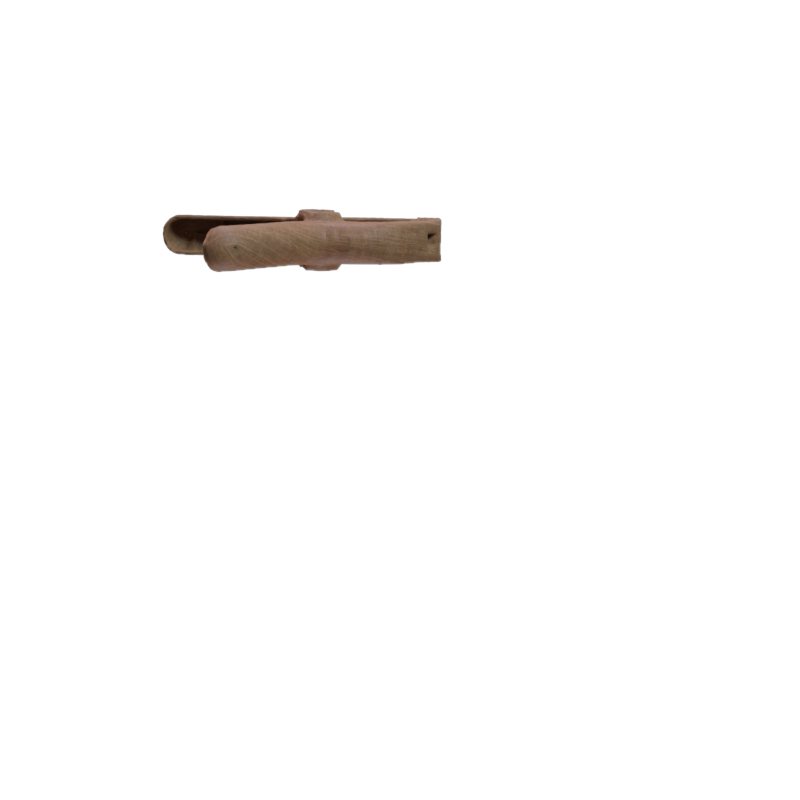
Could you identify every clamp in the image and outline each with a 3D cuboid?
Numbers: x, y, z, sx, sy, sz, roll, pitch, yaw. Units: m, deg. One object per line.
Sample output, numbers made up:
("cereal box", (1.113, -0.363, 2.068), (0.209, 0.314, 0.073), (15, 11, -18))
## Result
("clamp", (-0.051, -0.093, 0.654), (0.169, 0.038, 0.126), (-4, 18, -11))
